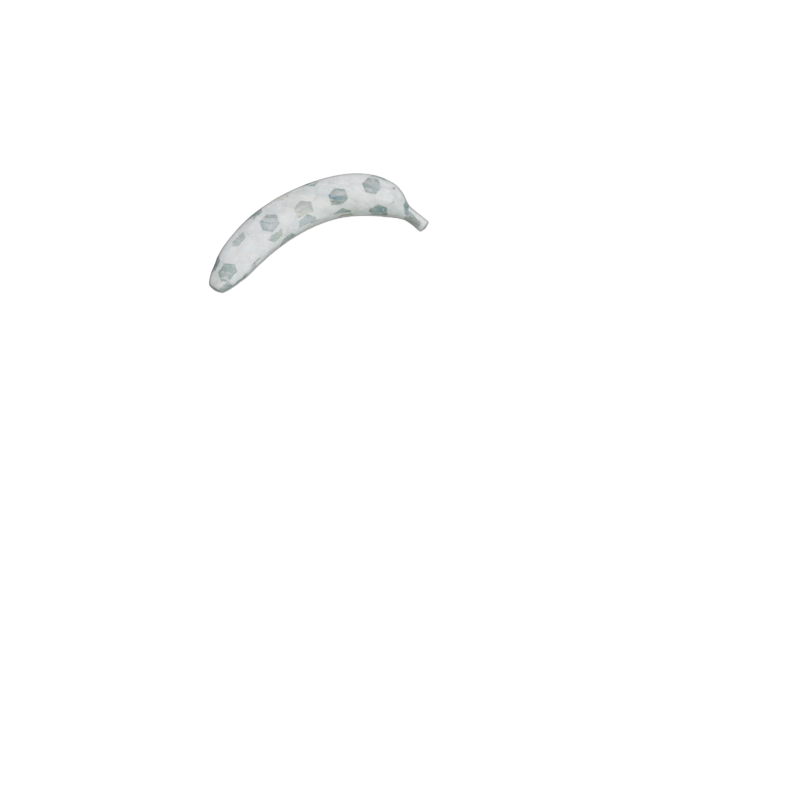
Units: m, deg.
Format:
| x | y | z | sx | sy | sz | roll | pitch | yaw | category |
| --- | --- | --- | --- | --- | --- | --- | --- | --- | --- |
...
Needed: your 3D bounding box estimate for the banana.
| x | y | z | sx | sy | sz | roll | pitch | yaw | category |
| --- | --- | --- | --- | --- | --- | --- | --- | --- | --- |
| -0.077 | -0.152 | 0.951 | 0.197 | 0.074 | 0.035 | -19 | -23 | -9 | banana |
